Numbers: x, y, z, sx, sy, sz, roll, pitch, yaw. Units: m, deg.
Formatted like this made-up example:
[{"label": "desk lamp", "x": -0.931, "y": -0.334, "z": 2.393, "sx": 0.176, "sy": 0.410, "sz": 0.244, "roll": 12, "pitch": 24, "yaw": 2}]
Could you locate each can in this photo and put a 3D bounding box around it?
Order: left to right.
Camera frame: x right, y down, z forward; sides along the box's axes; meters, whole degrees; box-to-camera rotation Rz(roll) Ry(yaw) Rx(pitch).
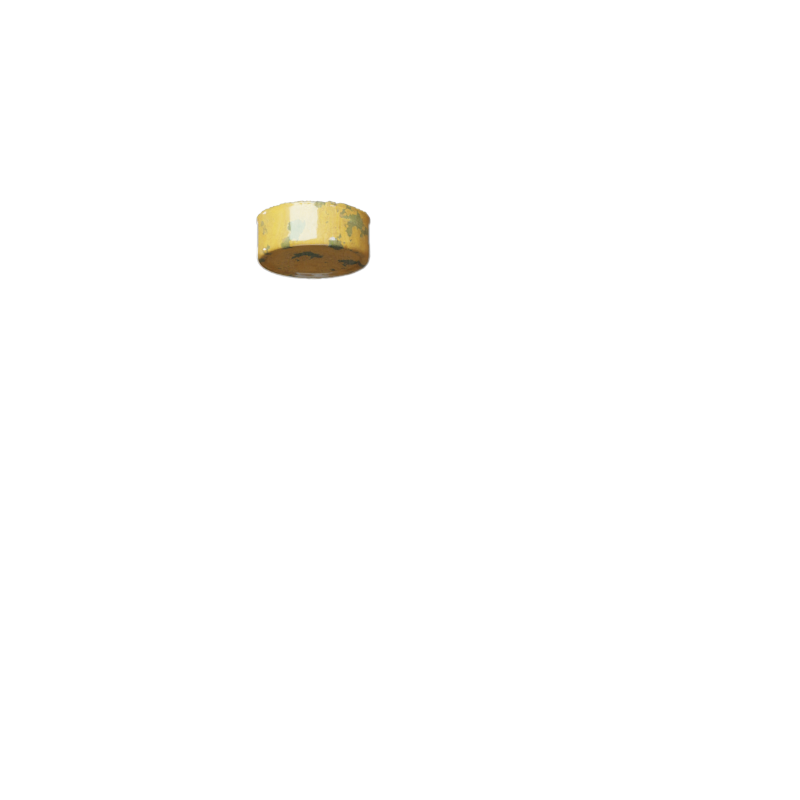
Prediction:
[{"label": "can", "x": -0.065, "y": -0.118, "z": 0.825, "sx": 0.086, "sy": 0.035, "sz": 0.083, "roll": 0, "pitch": -13, "yaw": -2}]
